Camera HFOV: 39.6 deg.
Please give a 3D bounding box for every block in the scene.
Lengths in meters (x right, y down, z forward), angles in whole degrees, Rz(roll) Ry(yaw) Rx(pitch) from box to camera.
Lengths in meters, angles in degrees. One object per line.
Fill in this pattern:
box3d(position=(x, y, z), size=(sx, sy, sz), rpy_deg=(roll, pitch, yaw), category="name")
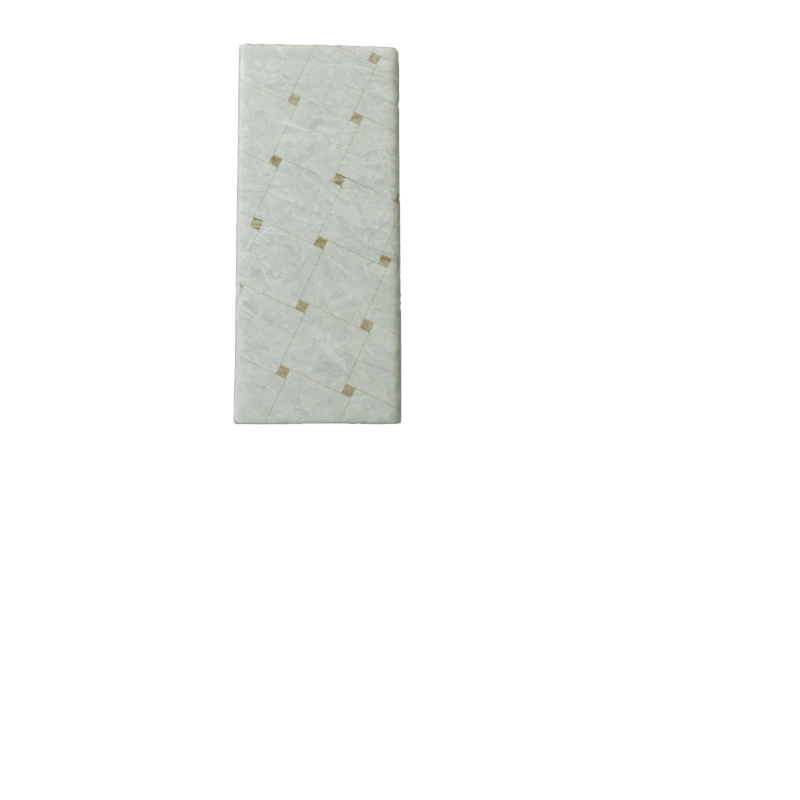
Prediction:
box3d(position=(-0.049, -0.091, 0.635), size=(0.089, 0.211, 0.089), rpy_deg=(0, -8, -6), category="block")
